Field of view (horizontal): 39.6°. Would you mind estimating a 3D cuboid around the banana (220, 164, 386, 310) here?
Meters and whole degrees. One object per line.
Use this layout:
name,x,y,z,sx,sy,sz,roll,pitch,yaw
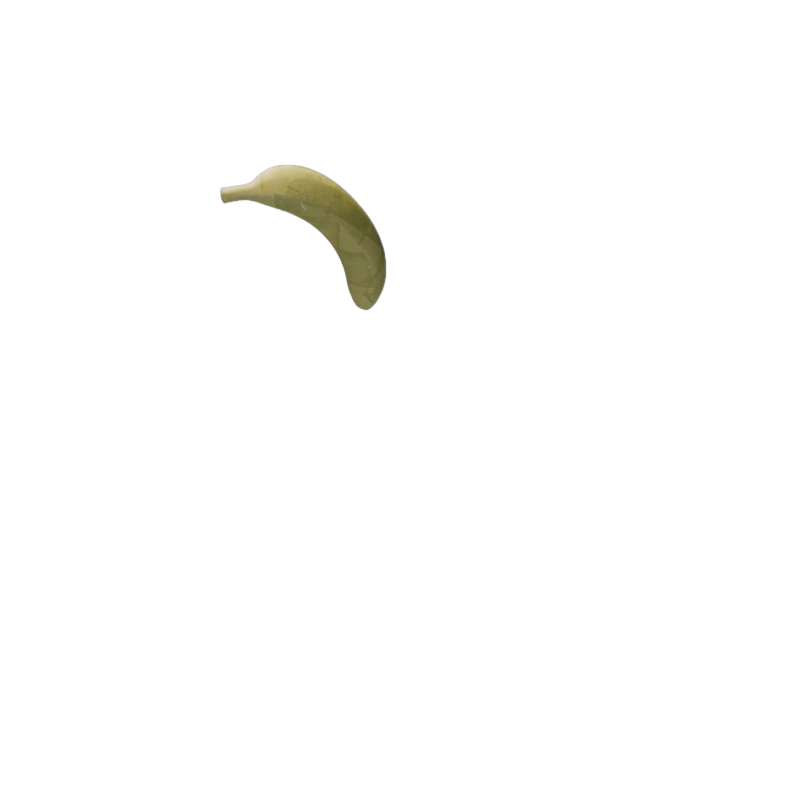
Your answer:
banana,-0.056,-0.134,0.879,0.070,0.039,0.183,-21,-38,28
